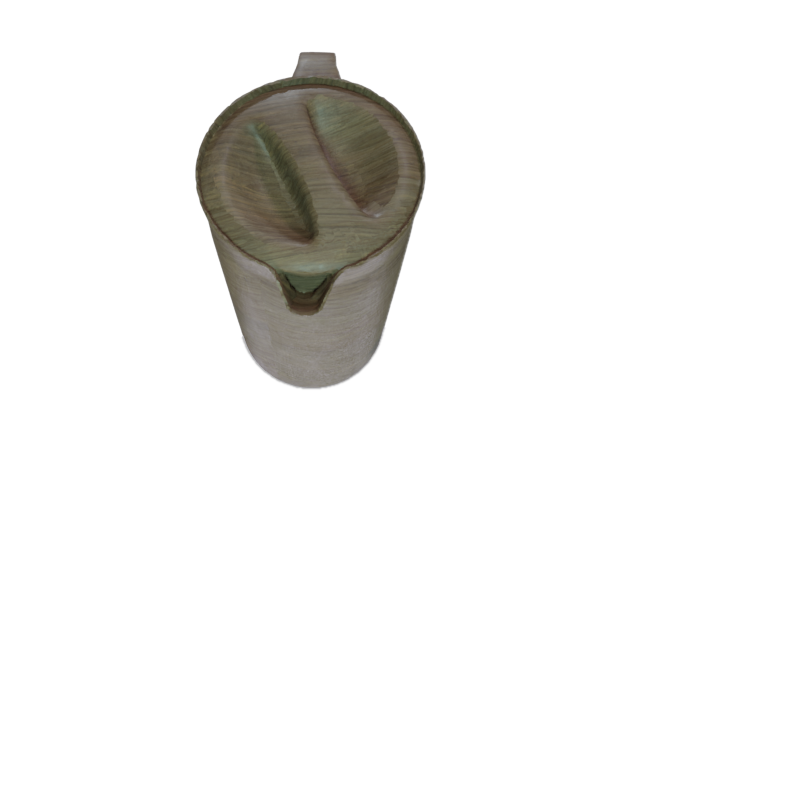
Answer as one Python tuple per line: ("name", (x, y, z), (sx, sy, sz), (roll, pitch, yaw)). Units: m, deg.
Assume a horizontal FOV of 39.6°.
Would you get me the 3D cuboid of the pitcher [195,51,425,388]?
("pitcher", (-0.058, -0.107, 0.746), (0.151, 0.151, 0.231), (-42, -14, -17))
